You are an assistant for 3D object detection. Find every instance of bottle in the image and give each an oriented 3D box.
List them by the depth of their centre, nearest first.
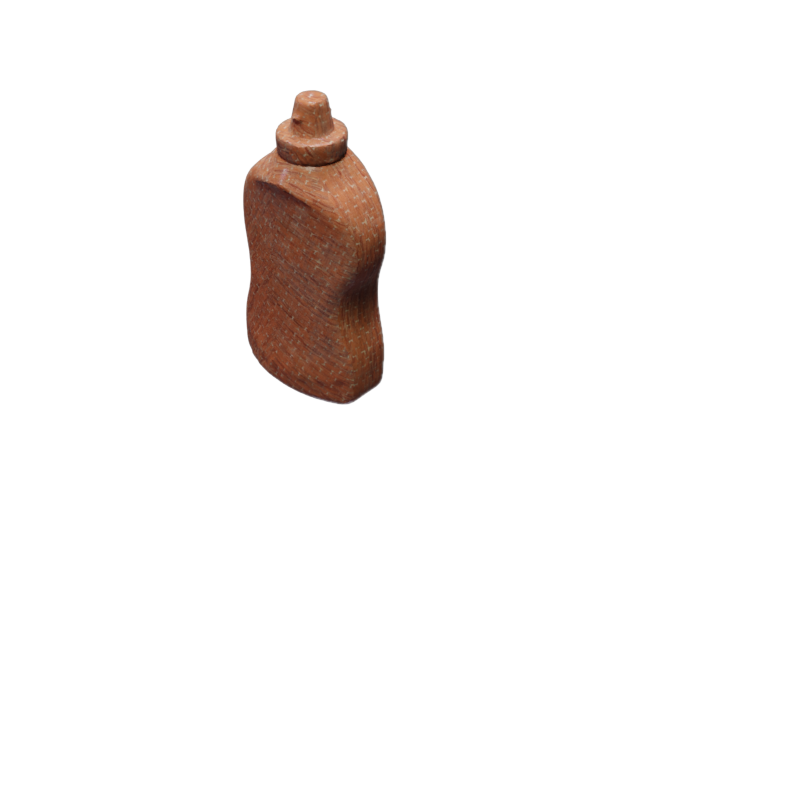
[{"bbox_3d":[-0.052,-0.094,0.662,0.102,0.179,0.058,32,44,34],"label":"bottle"}]
